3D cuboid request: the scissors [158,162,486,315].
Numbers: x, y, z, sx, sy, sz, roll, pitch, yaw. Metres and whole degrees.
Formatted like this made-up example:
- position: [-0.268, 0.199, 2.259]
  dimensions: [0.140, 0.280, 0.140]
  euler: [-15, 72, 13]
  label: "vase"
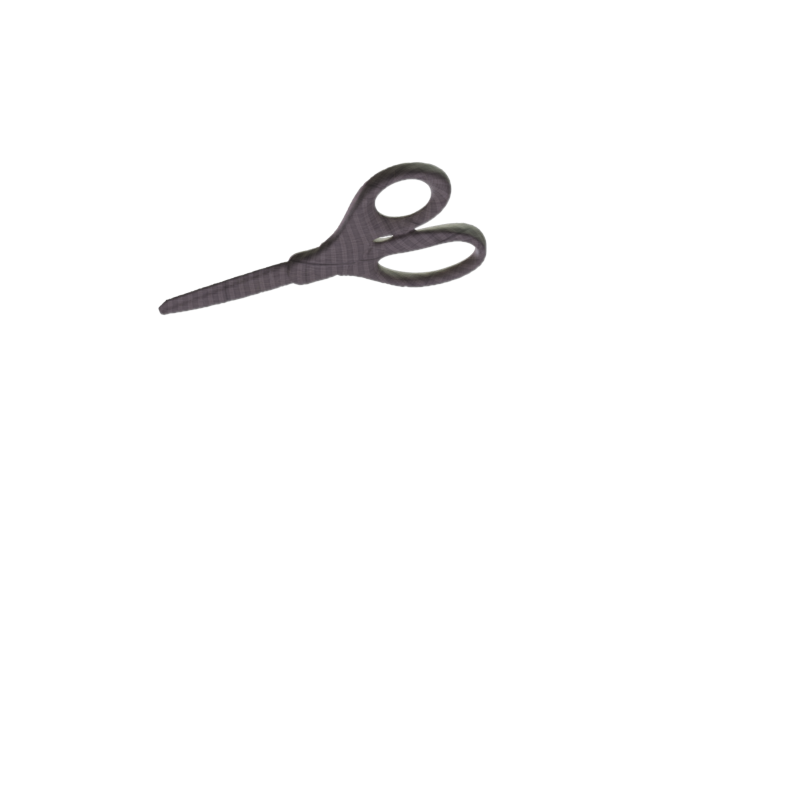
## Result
- position: [-0.051, -0.093, 0.649]
  dimensions: [0.202, 0.089, 0.017]
  euler: [-4, 43, 4]
  label: "scissors"
